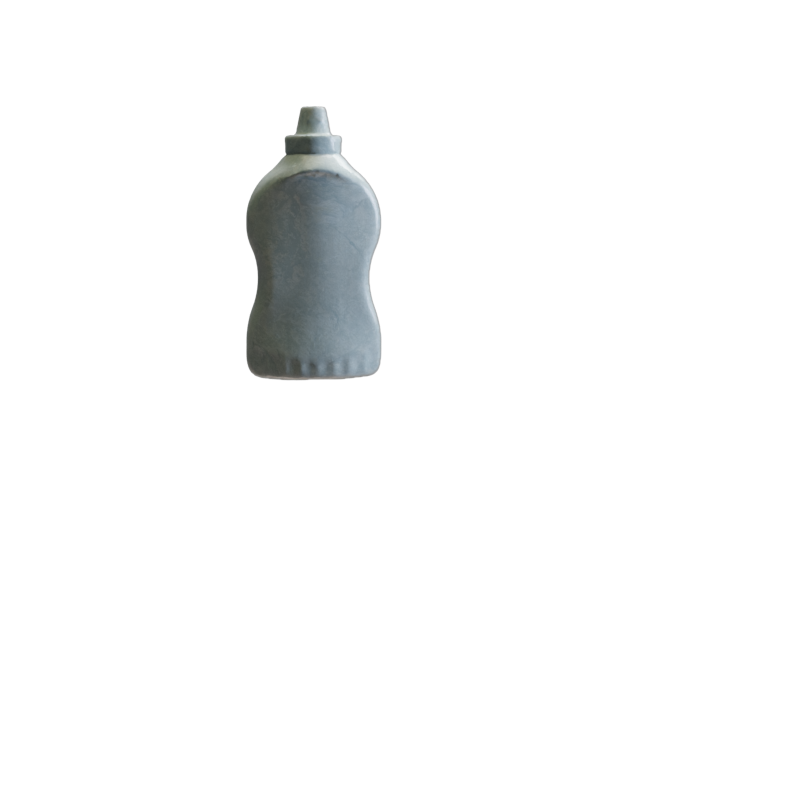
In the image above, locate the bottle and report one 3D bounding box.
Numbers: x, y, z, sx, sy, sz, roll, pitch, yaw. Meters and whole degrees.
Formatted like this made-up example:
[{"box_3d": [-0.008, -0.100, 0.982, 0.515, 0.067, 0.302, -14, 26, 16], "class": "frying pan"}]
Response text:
[{"box_3d": [-0.062, -0.113, 0.793, 0.095, 0.190, 0.059, 0, 5, -6], "class": "bottle"}]
